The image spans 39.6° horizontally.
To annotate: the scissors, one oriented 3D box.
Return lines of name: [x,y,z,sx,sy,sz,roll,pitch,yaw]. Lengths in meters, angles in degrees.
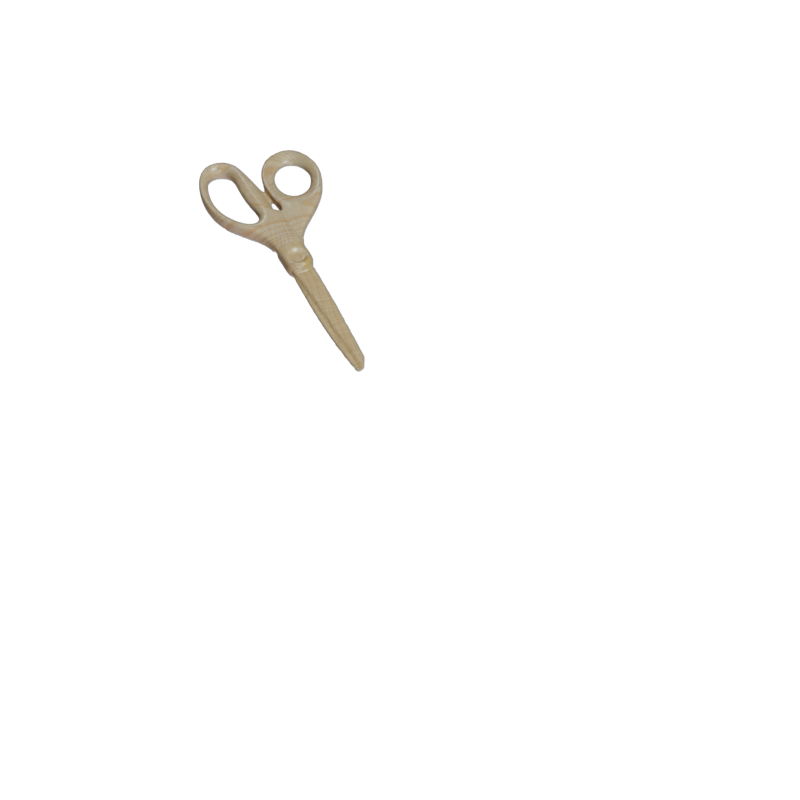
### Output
scissors: [-0.060,-0.109,0.761,0.097,0.015,0.215,-34,60,-23]
